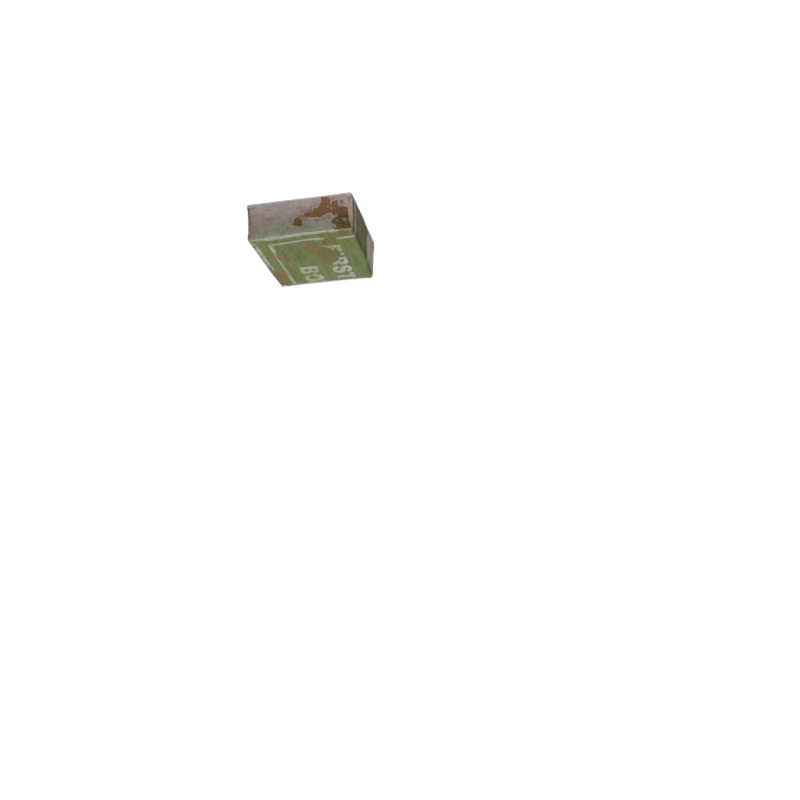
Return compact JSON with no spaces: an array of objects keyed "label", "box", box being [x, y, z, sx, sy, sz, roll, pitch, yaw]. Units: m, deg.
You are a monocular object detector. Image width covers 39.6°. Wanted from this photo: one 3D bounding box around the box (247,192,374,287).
[{"label":"box","box":[-0.075,-0.137,0.958,0.091,0.041,0.107,-4,-20,10]}]
